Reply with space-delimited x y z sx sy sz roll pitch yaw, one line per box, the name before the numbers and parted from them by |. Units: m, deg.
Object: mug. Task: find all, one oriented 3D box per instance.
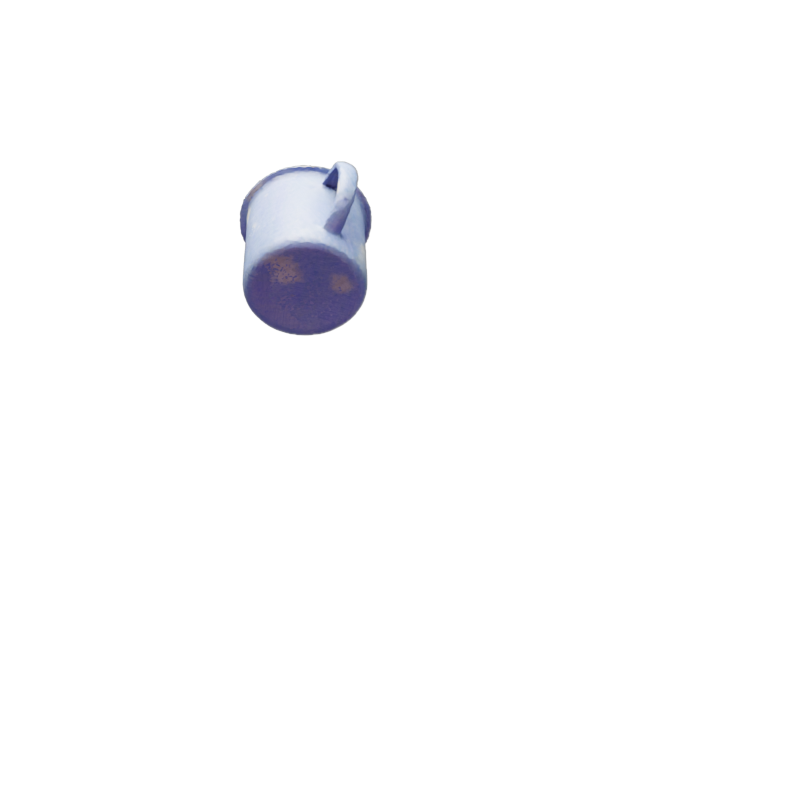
mug | -0.058 -0.106 0.741 0.090 0.113 0.087 23 35 -19
